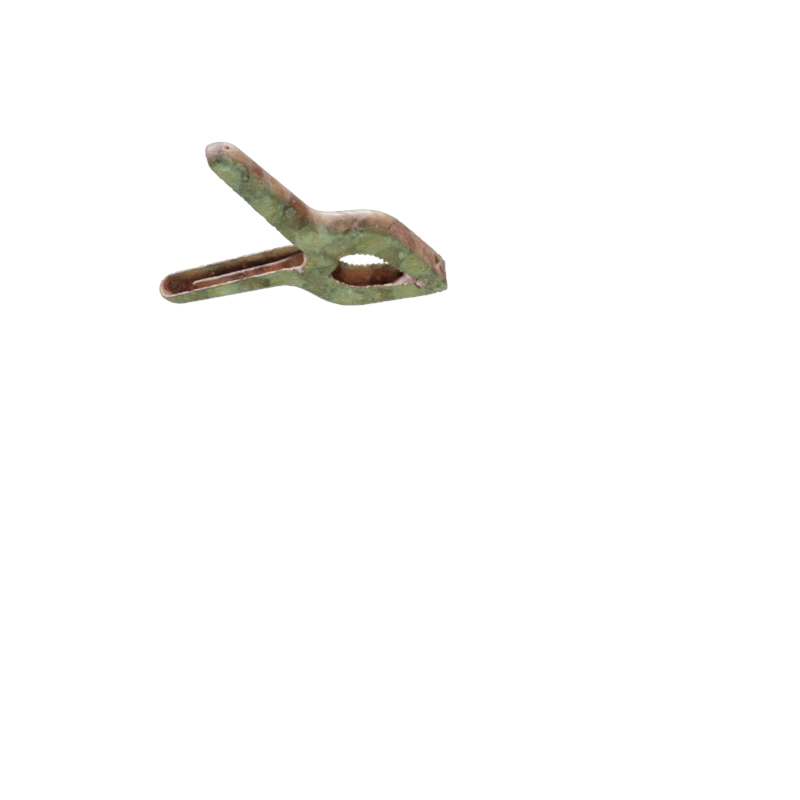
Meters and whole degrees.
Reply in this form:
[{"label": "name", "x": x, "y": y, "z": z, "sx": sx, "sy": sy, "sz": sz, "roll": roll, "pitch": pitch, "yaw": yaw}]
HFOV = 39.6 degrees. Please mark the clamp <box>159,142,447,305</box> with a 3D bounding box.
[{"label": "clamp", "x": -0.063, "y": -0.114, "z": 0.800, "sx": 0.207, "sy": 0.039, "sz": 0.156, "roll": 7, "pitch": -35, "yaw": -10}]
